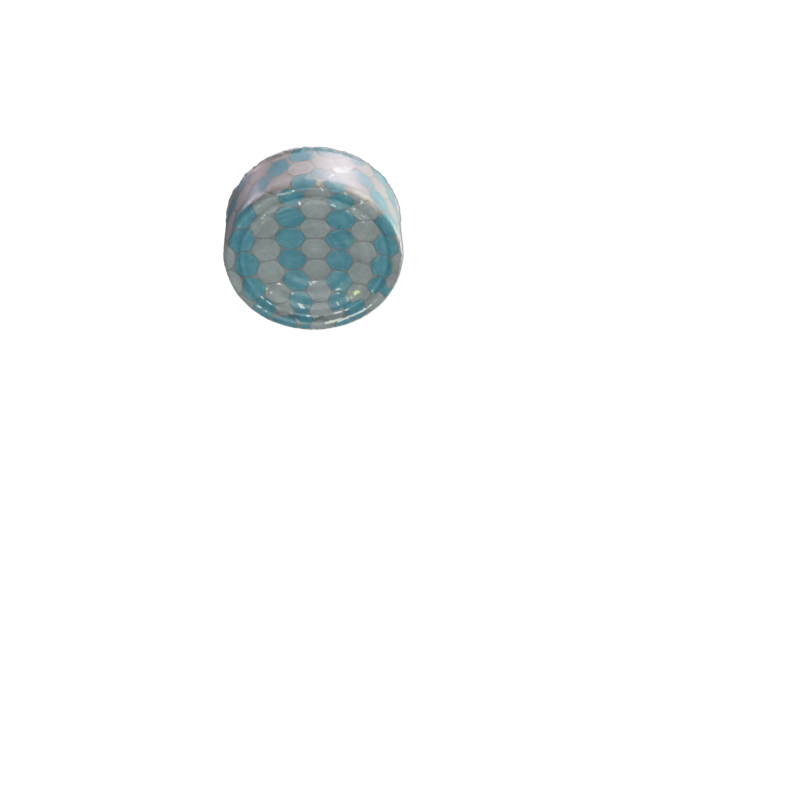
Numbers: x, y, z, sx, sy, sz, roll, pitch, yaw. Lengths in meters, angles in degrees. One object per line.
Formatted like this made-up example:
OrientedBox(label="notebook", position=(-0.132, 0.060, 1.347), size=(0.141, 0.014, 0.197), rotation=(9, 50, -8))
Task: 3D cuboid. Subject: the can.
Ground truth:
OrientedBox(label="can", position=(-0.041, -0.076, 0.529), size=(0.086, 0.080, 0.036), rotation=(1, 37, -1))
